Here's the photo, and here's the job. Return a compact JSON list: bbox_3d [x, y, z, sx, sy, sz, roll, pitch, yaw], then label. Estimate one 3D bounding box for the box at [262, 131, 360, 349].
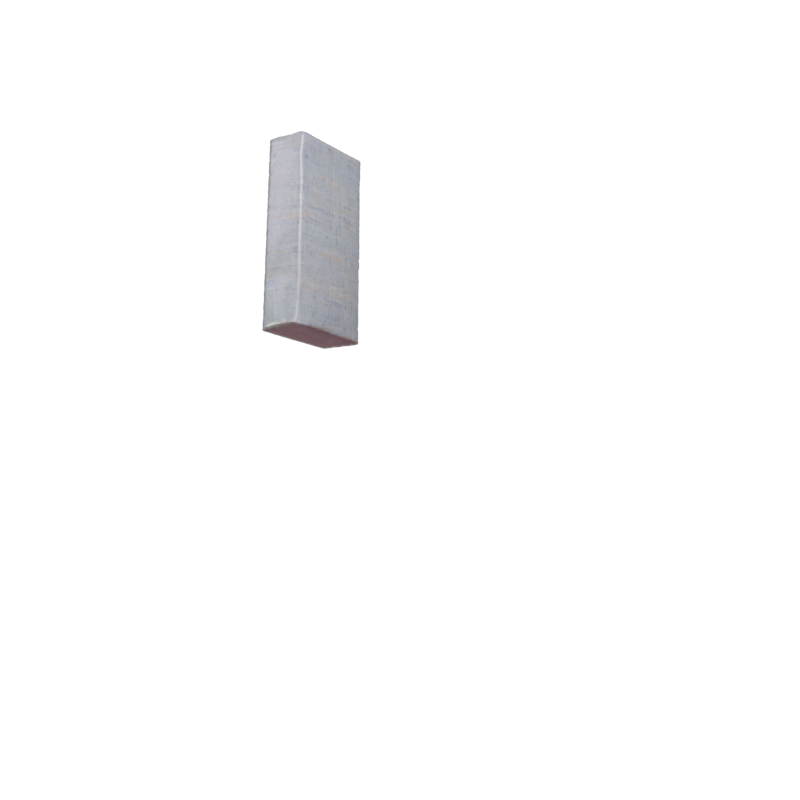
[{"bbox_3d":[-0.078,-0.141,0.990,0.049,0.184,0.088,-13,-20,33],"label":"box"}]
